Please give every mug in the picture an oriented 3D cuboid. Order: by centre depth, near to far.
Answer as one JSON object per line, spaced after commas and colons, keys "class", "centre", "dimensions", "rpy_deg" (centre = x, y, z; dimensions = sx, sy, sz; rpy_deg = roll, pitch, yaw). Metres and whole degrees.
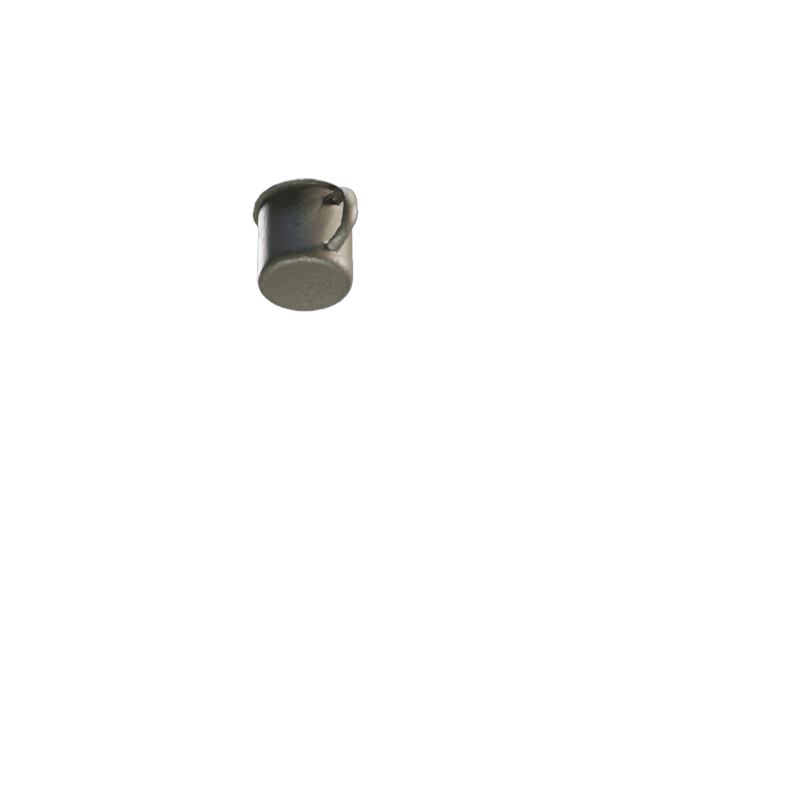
{"class": "mug", "centre": [-0.074, -0.135, 0.946], "dimensions": [0.088, 0.087, 0.116], "rpy_deg": [24, -42, -32]}
